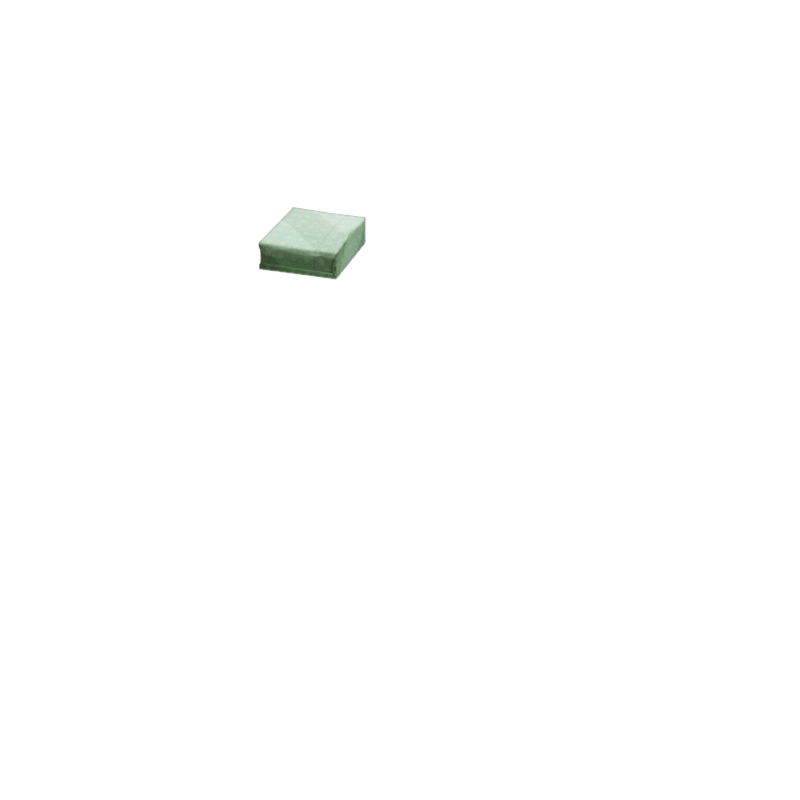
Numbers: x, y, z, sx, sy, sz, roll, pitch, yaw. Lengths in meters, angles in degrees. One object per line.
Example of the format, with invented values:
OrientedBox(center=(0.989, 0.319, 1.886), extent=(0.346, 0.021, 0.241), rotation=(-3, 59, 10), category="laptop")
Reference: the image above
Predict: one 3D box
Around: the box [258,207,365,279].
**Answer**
OrientedBox(center=(-0.078, -0.142, 0.998), extent=(0.075, 0.028, 0.092), rotation=(9, 31, 15), category="box")
